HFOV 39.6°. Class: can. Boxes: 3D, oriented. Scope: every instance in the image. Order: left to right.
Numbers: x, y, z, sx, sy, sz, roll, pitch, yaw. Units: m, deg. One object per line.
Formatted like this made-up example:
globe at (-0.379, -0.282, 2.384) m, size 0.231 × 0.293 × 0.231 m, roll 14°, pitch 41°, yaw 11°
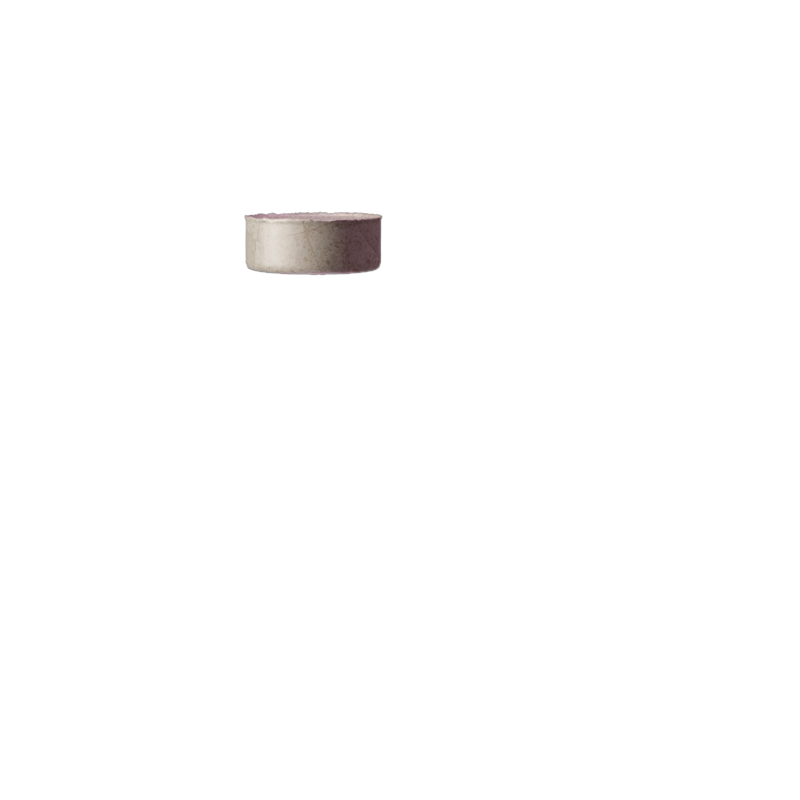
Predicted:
can at (-0.054, -0.098, 0.690) m, size 0.086 × 0.033 × 0.088 m, roll 0°, pitch 11°, yaw -2°
